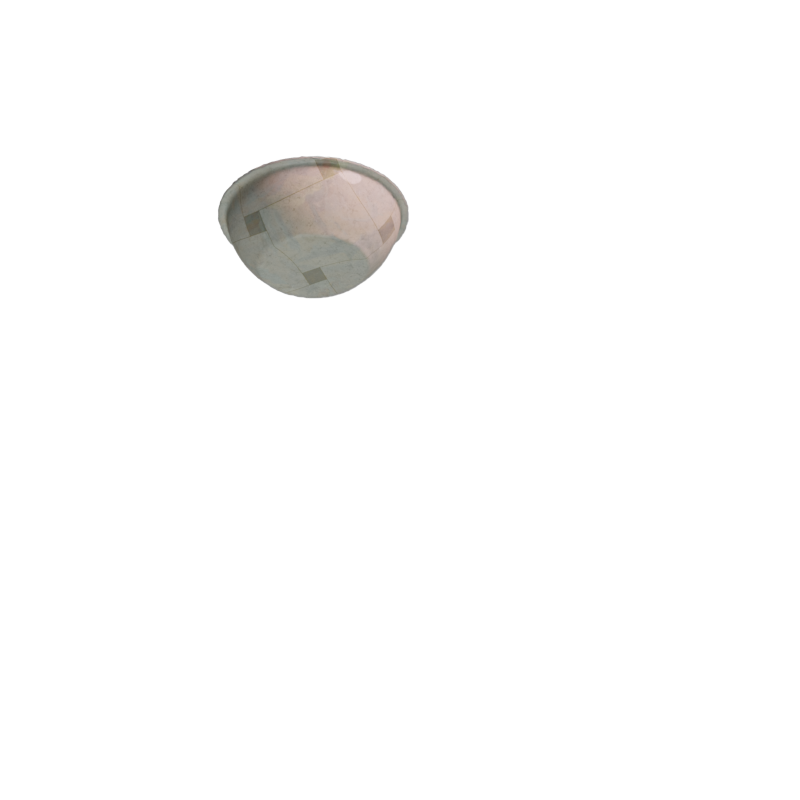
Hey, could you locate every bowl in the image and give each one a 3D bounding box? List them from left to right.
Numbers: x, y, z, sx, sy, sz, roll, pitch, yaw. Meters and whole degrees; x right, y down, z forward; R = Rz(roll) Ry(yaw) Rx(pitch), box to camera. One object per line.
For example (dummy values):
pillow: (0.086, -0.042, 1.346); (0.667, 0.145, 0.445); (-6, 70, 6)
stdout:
bowl: (-0.072, -0.132, 0.925); (0.162, 0.059, 0.152); (1, -31, -2)
